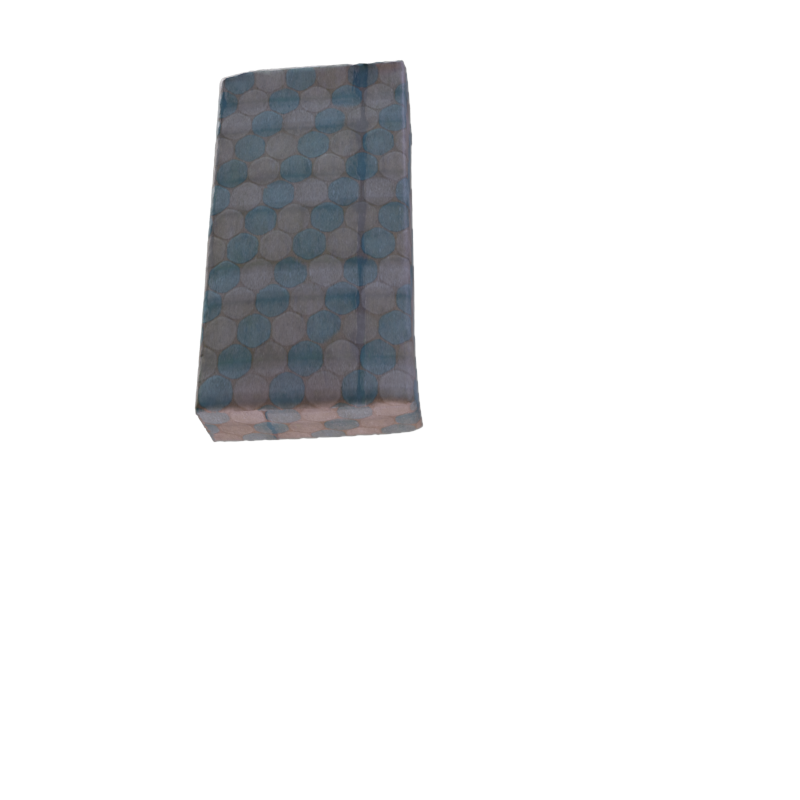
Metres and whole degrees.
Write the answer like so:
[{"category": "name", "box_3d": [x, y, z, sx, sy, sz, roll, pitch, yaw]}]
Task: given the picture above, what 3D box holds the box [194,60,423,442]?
[{"category": "box", "box_3d": [-0.040, -0.072, 0.505, 0.094, 0.187, 0.045, -4, -26, 5]}]
